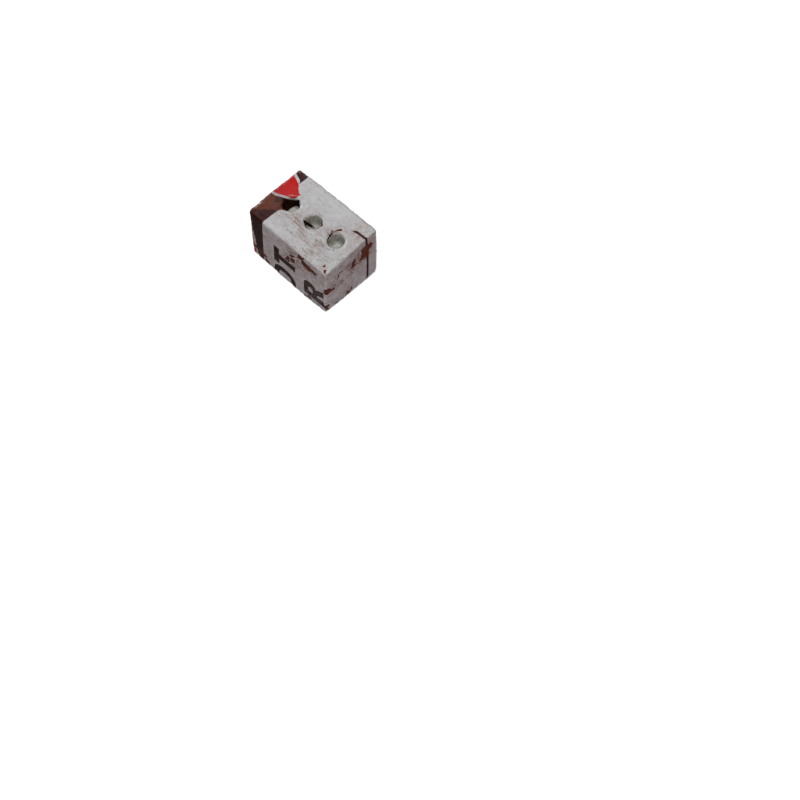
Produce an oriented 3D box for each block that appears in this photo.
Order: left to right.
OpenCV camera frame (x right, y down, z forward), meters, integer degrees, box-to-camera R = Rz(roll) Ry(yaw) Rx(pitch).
[{"bbox_3d":[-0.062,-0.113,0.788,0.082,0.053,0.048,40,-24,20],"label":"block"}]
